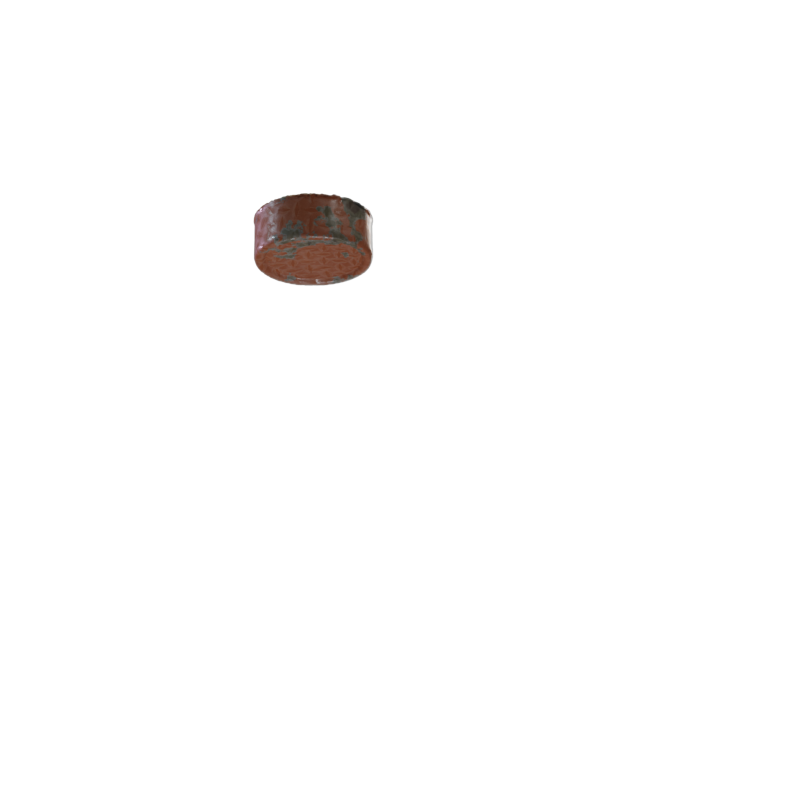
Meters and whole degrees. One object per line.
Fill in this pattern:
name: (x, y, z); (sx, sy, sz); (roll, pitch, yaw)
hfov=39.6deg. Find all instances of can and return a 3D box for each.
can: (-0.062, -0.113, 0.789); (0.086, 0.035, 0.082); (0, -20, -2)
